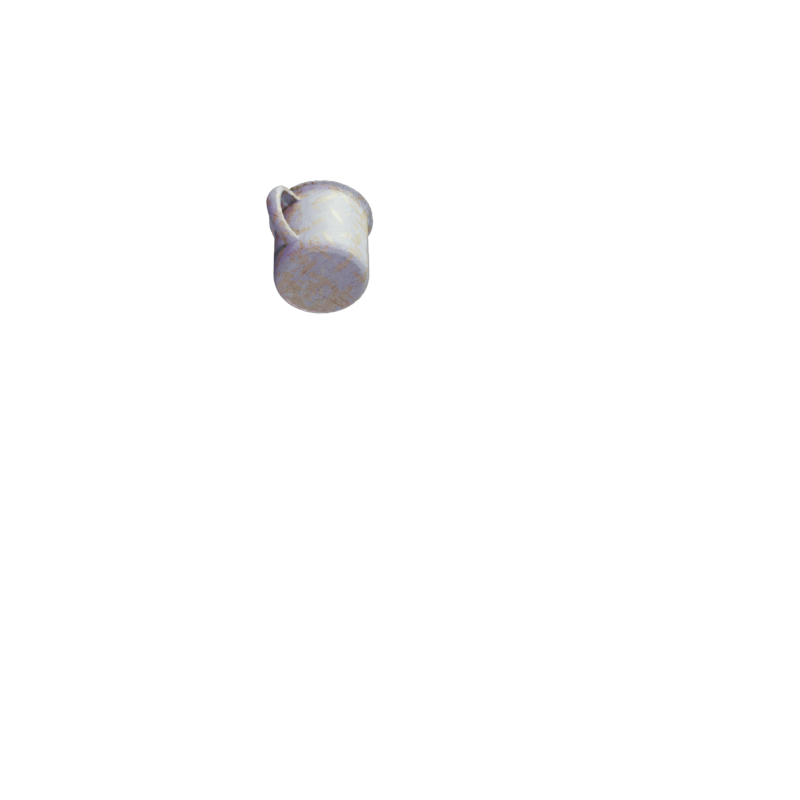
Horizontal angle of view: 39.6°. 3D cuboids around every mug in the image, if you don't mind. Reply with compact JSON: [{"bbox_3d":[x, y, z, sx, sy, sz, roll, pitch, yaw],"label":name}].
[{"bbox_3d":[-0.075,-0.136,0.954,0.093,0.087,0.109,-25,-50,22],"label":"mug"}]
